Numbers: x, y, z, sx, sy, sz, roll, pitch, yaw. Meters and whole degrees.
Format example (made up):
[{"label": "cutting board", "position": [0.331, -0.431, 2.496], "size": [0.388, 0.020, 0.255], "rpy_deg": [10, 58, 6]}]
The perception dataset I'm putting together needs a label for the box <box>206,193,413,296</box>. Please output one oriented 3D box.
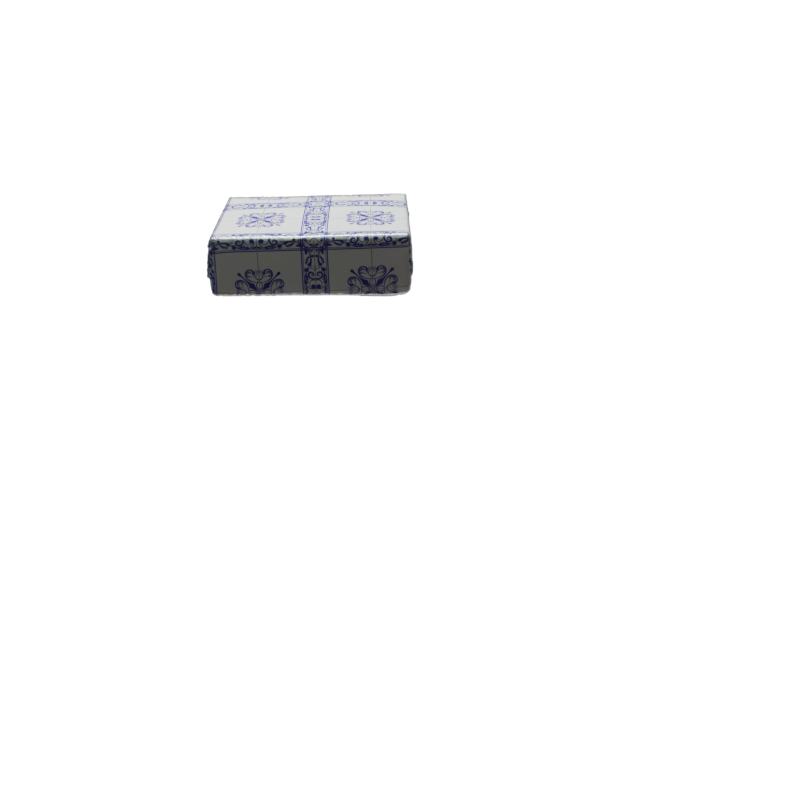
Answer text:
[{"label": "box", "position": [-0.050, -0.092, 0.643], "size": [0.114, 0.037, 0.094], "rpy_deg": [1, 24, 1]}]
